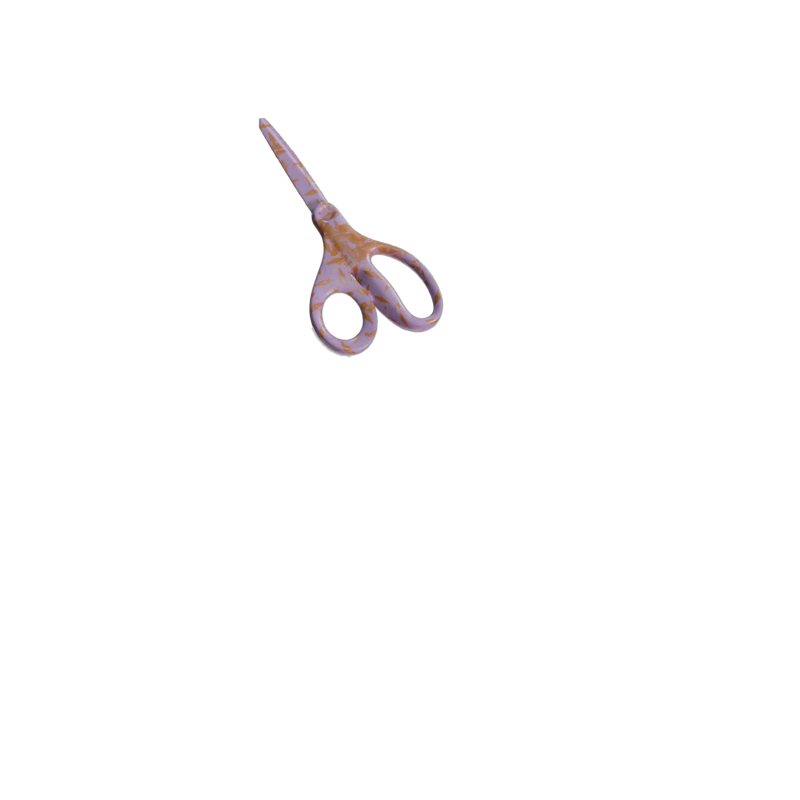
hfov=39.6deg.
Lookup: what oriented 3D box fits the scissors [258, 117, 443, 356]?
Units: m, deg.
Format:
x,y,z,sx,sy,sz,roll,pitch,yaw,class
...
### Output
x,y,z,sx,sy,sz,roll,pitch,yaw,class
-0.059,-0.108,0.760,0.097,0.212,0.015,-41,-21,-19,scissors
